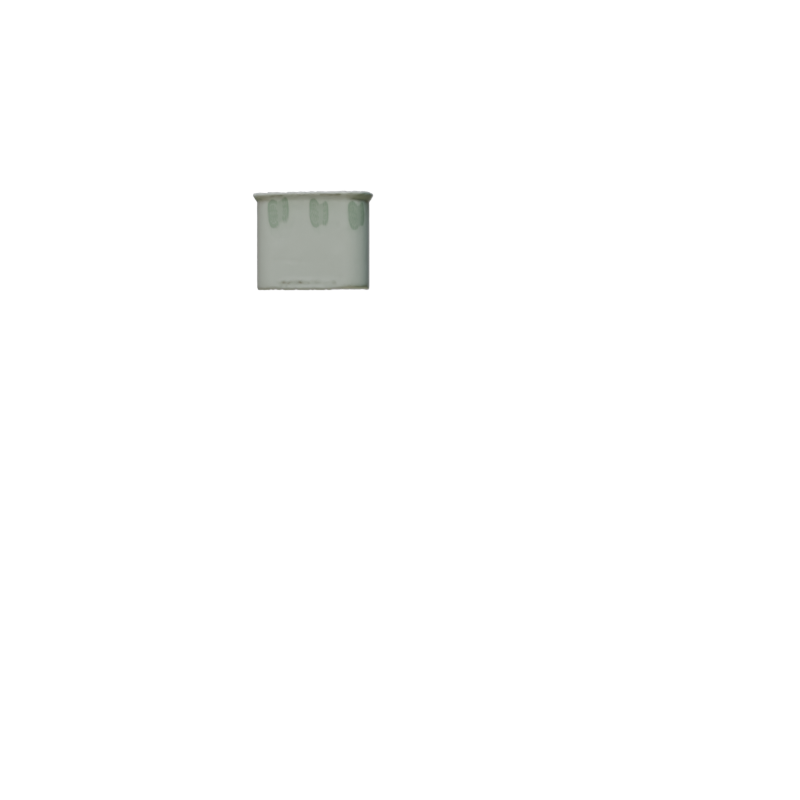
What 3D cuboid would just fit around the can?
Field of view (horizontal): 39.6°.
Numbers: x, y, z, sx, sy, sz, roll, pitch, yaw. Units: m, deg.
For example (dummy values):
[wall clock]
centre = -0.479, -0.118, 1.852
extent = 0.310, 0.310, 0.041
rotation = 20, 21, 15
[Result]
[can]
centre = -0.075, -0.137, 0.962
extent = 0.103, 0.084, 0.057
rotation = 1, 1, 10
